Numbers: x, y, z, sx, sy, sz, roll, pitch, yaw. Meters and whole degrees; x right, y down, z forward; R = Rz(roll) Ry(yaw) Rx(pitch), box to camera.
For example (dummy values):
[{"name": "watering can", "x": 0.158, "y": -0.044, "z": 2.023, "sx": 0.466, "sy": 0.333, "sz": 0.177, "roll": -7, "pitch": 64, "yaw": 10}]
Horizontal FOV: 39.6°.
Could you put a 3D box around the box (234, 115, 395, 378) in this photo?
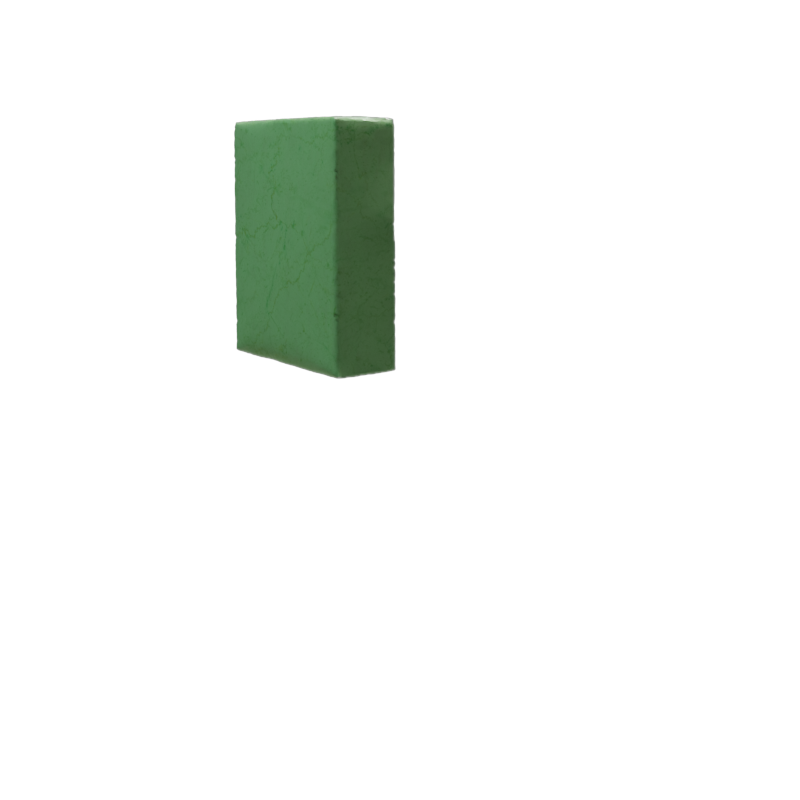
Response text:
[{"name": "box", "x": -0.076, "y": -0.139, "z": 0.972, "sx": 0.069, "sy": 0.211, "sz": 0.172, "roll": -3, "pitch": 8, "yaw": -36}]
